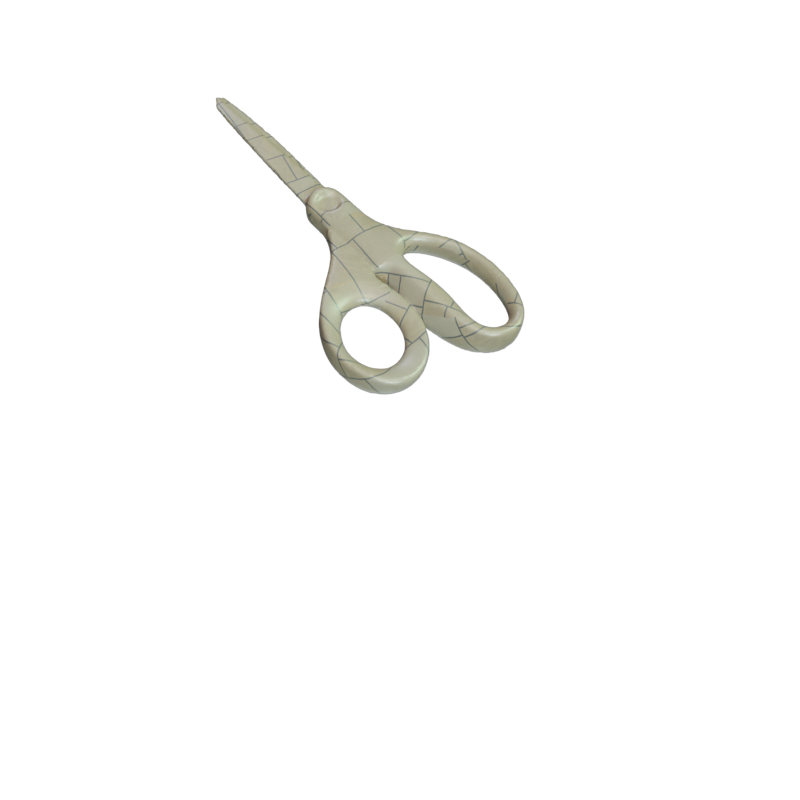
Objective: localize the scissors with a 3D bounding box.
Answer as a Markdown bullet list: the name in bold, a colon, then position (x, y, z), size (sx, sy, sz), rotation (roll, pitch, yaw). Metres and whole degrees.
- **scissors**: position (-0.040, -0.072, 0.508), size (0.213, 0.015, 0.098), rotation (33, 58, 23)
